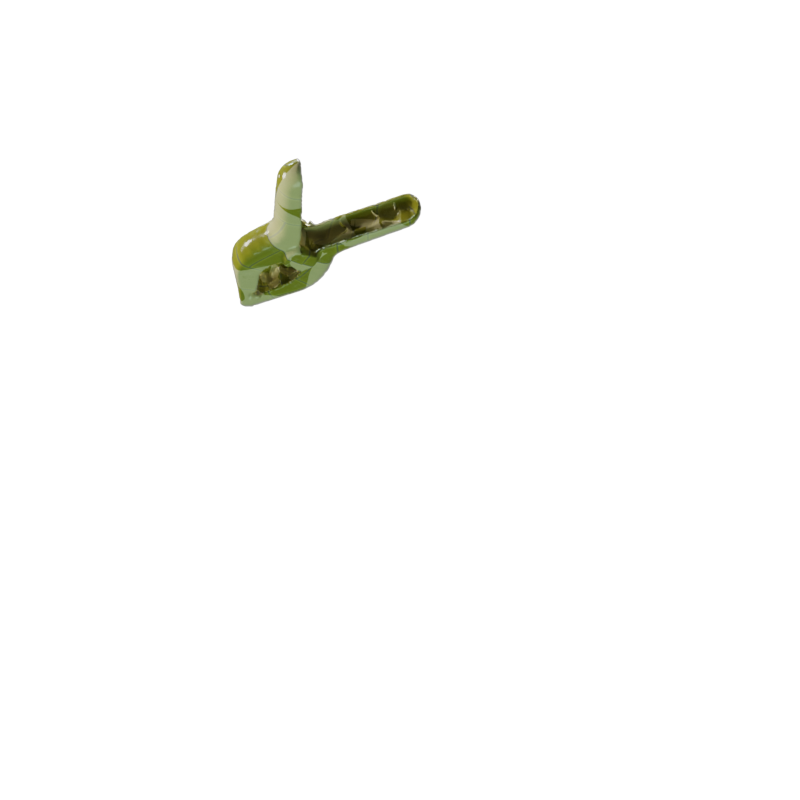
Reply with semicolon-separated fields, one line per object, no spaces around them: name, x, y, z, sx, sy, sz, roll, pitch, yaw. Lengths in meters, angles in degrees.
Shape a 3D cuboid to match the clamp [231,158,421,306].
clamp;-0.067;-0.122;0.853;0.115;0.042;0.168;14;-30;-25
